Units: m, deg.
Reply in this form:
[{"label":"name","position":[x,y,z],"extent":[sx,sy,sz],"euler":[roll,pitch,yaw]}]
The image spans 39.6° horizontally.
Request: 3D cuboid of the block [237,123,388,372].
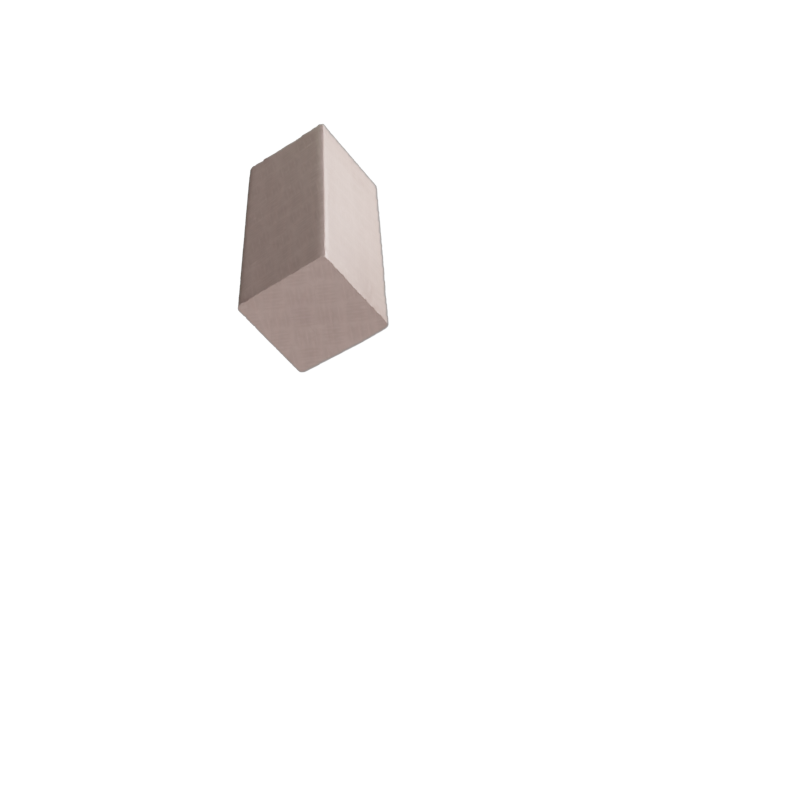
[{"label":"block","position":[-0.076,-0.137,0.962],"extent":[0.090,0.221,0.085],"euler":[-29,-54,20]}]
